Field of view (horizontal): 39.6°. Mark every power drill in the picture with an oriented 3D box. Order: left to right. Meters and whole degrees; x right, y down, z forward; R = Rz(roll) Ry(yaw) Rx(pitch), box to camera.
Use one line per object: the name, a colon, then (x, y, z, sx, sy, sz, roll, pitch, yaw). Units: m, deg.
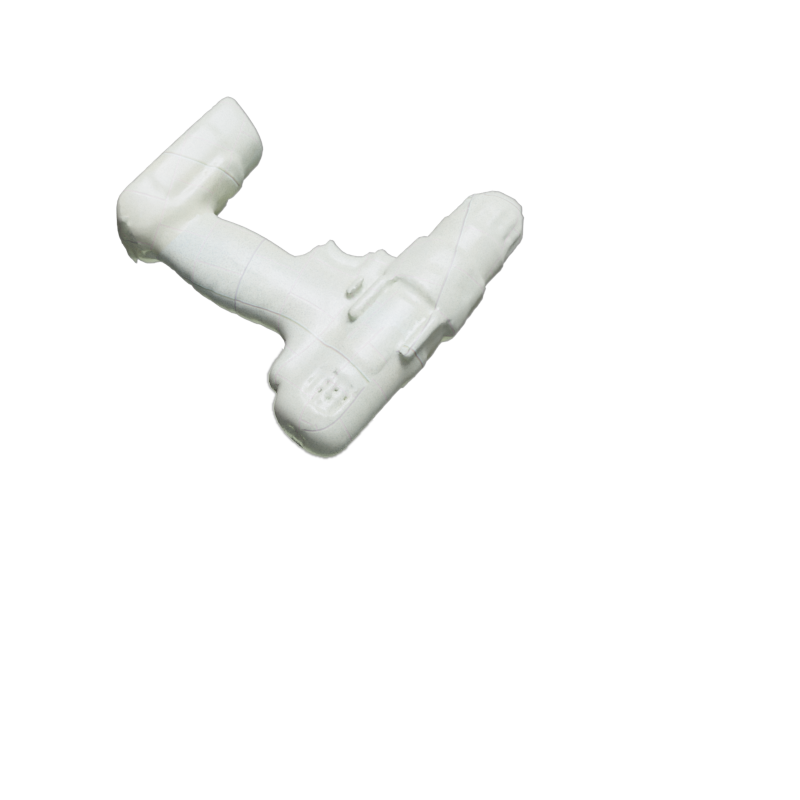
power drill: (-0.048, -0.088, 0.615, 0.196, 0.188, 0.054, 36, -23, 17)
